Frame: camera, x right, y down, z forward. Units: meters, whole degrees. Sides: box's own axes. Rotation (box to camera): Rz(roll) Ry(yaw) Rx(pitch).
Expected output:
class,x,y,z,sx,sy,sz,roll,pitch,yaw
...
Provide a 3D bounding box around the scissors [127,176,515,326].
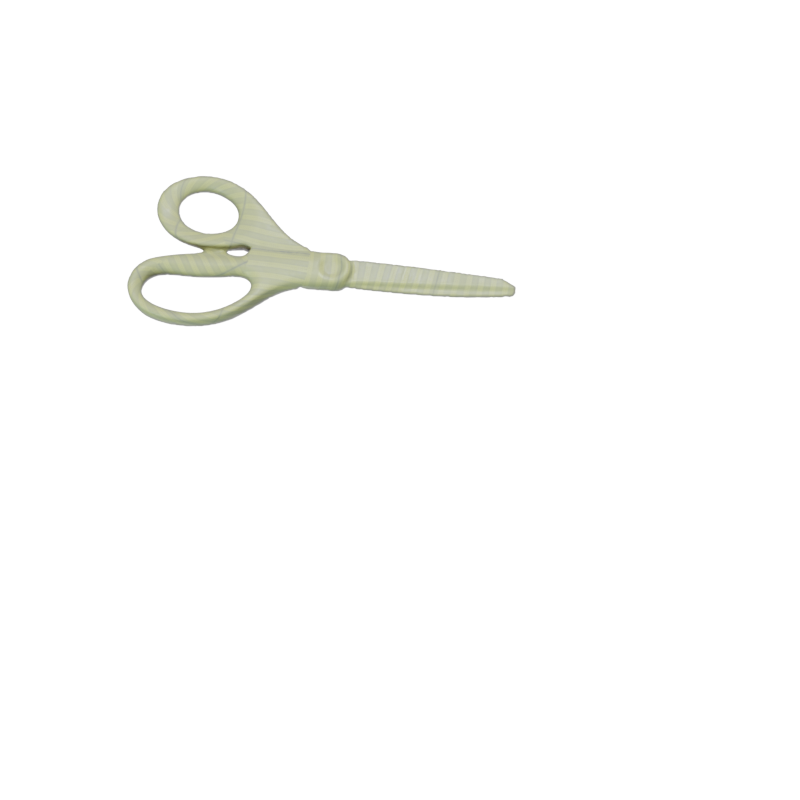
class,x,y,z,sx,sy,sz,roll,pitch,yaw
scissors,-0.047,-0.085,0.599,0.201,0.102,0.015,-9,-26,-4
